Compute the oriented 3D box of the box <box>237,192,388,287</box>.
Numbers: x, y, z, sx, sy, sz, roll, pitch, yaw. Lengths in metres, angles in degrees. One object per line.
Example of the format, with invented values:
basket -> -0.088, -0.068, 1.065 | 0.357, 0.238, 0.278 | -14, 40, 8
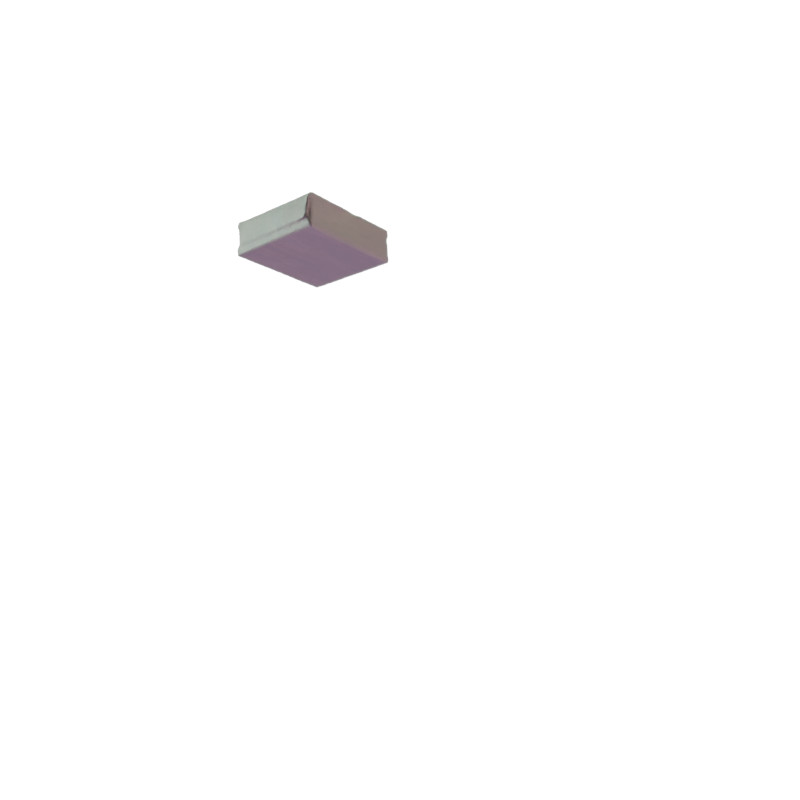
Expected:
box -> -0.064, -0.117, 0.820 | 0.074, 0.032, 0.084 | -16, -25, 38
